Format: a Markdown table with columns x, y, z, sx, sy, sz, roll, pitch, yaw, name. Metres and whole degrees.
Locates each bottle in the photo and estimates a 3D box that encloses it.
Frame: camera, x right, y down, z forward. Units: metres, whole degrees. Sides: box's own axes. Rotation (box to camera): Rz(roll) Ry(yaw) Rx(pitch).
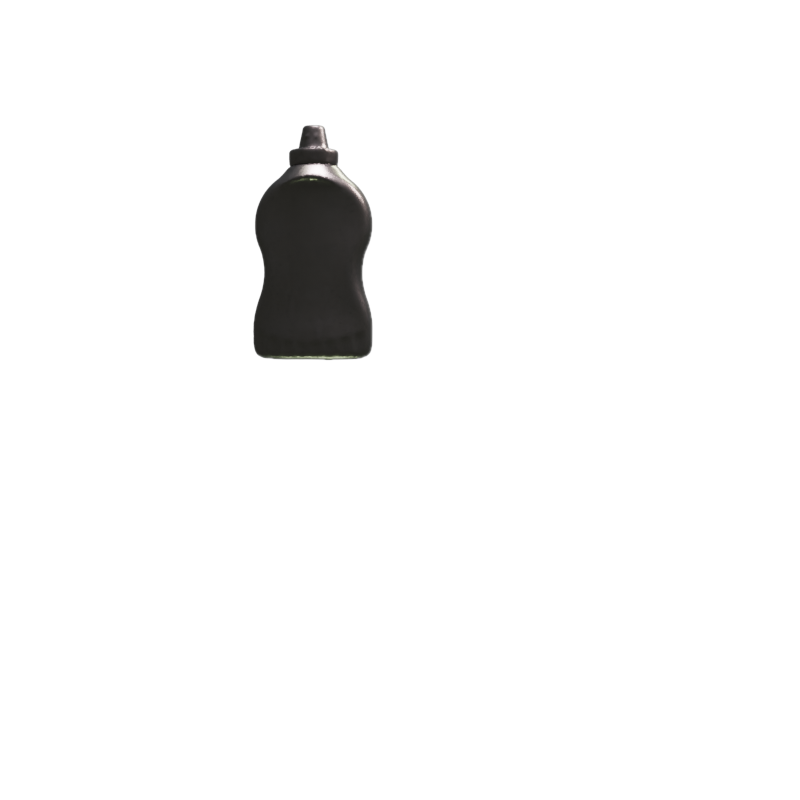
| x | y | z | sx | sy | sz | roll | pitch | yaw | name |
| --- | --- | --- | --- | --- | --- | --- | --- | --- | --- |
| -0.071 | -0.130 | 0.914 | 0.097 | 0.193 | 0.057 | 0 | -3 | 9 | bottle |
